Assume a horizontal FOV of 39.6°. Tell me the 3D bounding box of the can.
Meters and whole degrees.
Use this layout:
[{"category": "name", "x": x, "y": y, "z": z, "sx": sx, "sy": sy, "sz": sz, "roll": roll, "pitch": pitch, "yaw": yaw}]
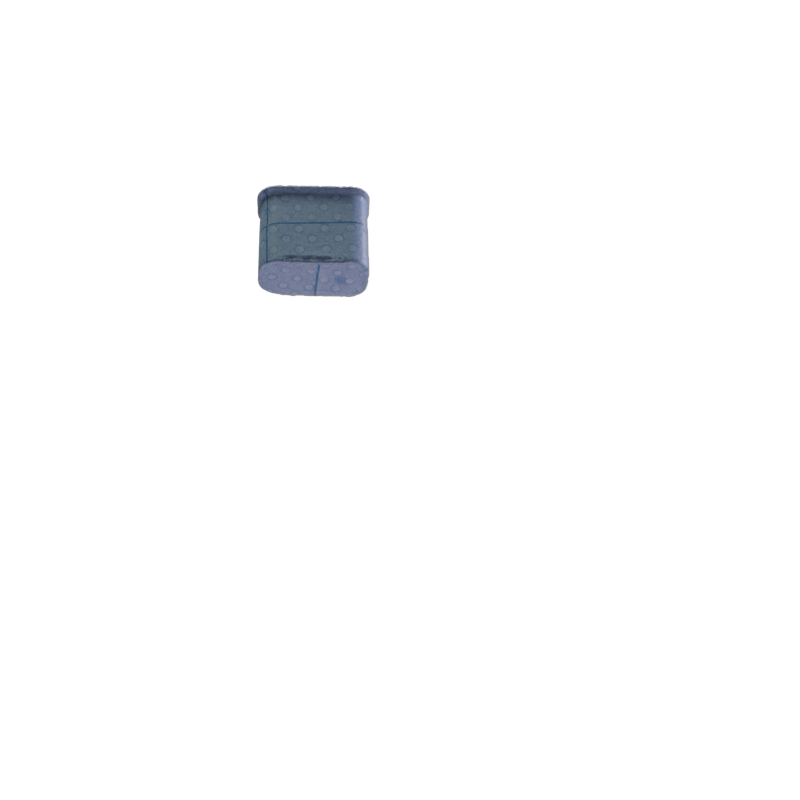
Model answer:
[{"category": "can", "x": -0.077, "y": -0.140, "z": 0.983, "sx": 0.102, "sy": 0.090, "sz": 0.054, "roll": 0, "pitch": -34, "yaw": -2}]
